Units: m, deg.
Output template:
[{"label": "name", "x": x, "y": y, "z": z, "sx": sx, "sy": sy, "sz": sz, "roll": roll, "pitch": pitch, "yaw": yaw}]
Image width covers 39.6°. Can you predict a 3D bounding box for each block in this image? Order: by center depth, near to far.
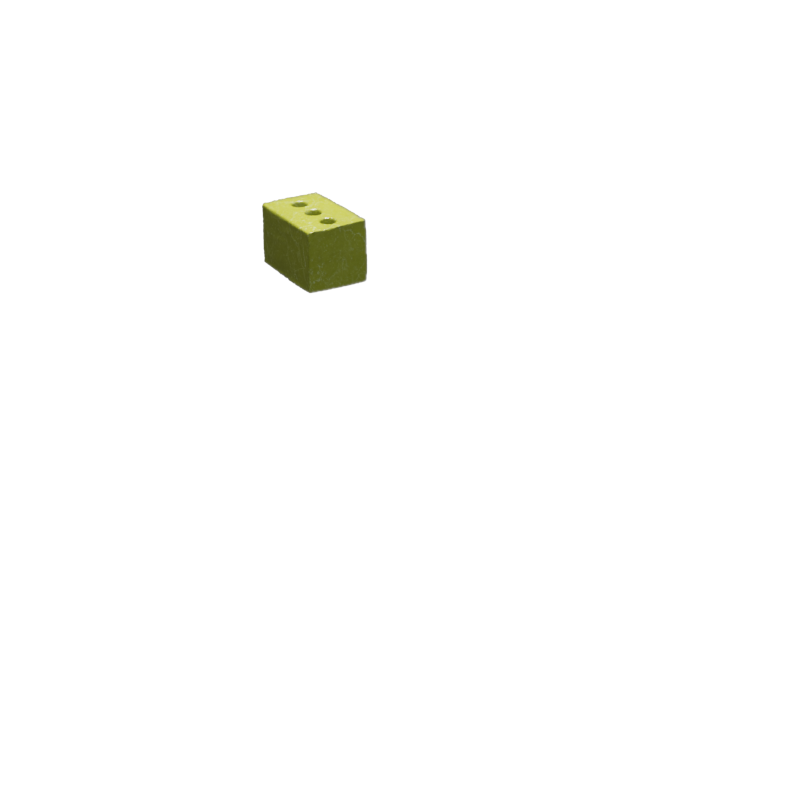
[{"label": "block", "x": -0.068, "y": -0.124, "z": 0.870, "sx": 0.052, "sy": 0.049, "sz": 0.084, "roll": -15, "pitch": 31, "yaw": -30}]
